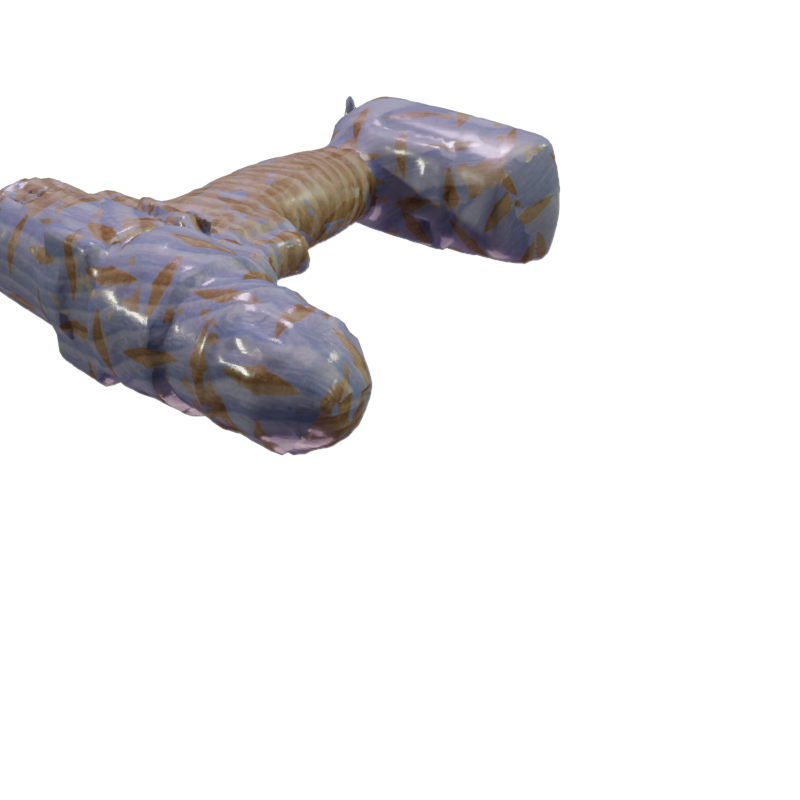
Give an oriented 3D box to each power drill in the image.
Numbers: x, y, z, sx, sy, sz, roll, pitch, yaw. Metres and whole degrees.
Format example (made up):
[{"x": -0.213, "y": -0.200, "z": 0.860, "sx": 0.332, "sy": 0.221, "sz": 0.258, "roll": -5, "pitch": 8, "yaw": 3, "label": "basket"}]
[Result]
[{"x": -0.030, "y": -0.055, "z": 0.388, "sx": 0.185, "sy": 0.054, "sz": 0.197, "roll": -24, "pitch": 36, "yaw": -37, "label": "power drill"}]
